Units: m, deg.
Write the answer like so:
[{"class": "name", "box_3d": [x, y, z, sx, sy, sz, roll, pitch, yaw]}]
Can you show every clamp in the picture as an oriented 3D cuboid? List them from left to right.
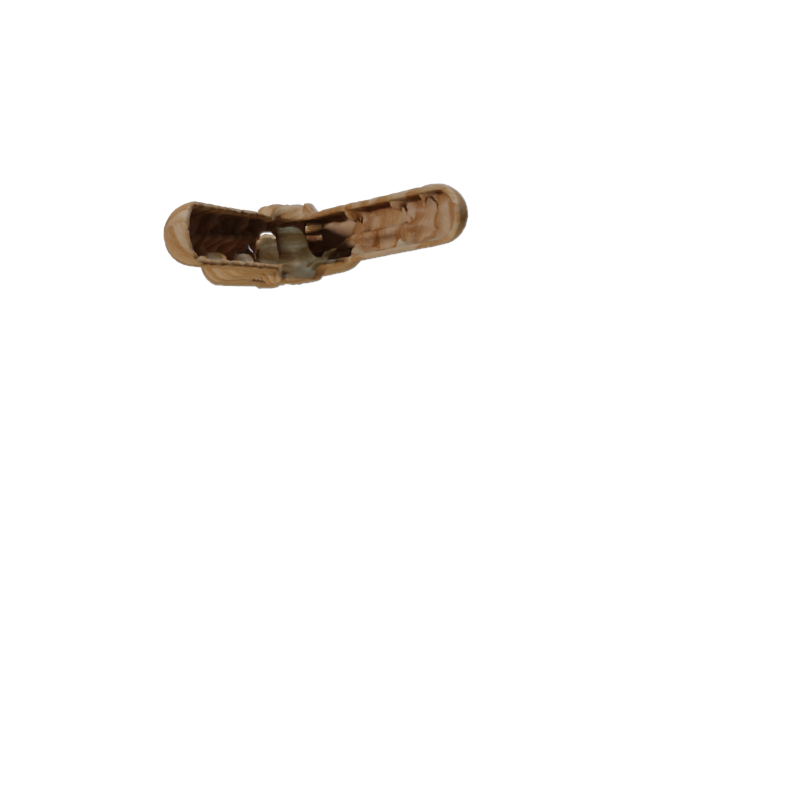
[{"class": "clamp", "box_3d": [-0.039, -0.071, 0.501, 0.119, 0.039, 0.172, 0, 4, -5]}]
